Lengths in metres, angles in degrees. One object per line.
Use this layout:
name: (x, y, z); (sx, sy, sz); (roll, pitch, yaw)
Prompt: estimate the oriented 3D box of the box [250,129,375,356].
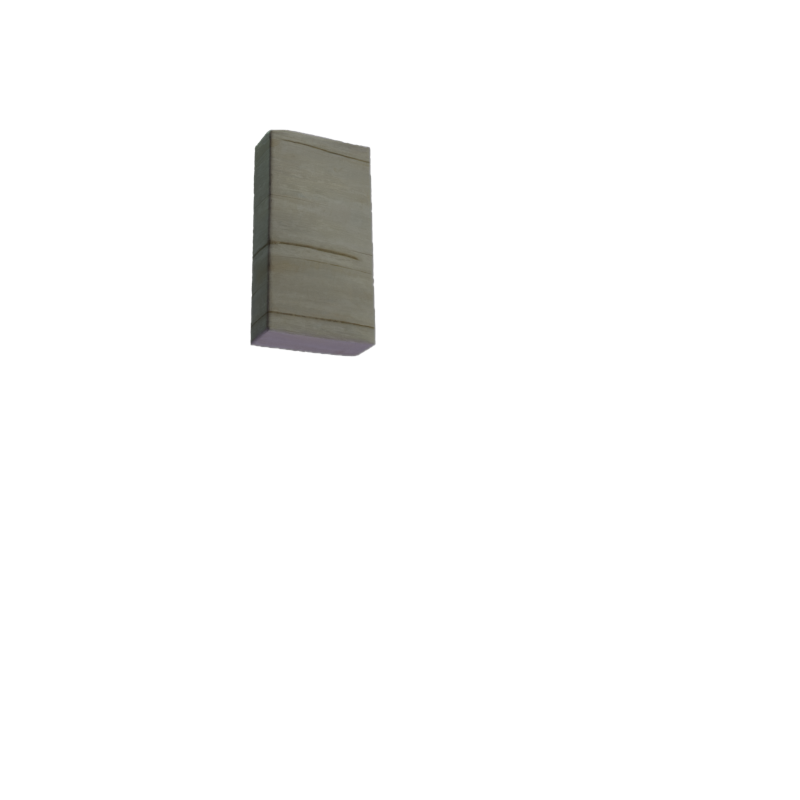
box: (-0.070, -0.127, 0.888); (0.090, 0.185, 0.047); (7, -22, -23)
